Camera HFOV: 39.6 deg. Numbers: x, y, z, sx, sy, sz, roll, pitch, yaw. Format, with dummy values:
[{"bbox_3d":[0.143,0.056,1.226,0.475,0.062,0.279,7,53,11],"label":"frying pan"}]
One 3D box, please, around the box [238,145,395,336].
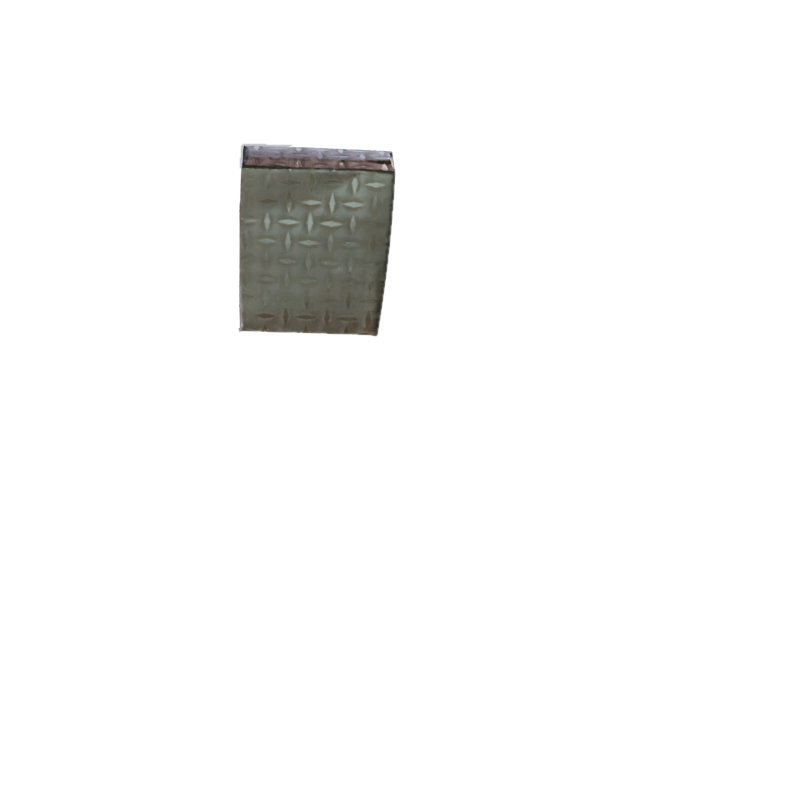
[{"bbox_3d":[-0.052,-0.095,0.664,0.089,0.108,0.041,3,26,-3],"label":"box"}]
